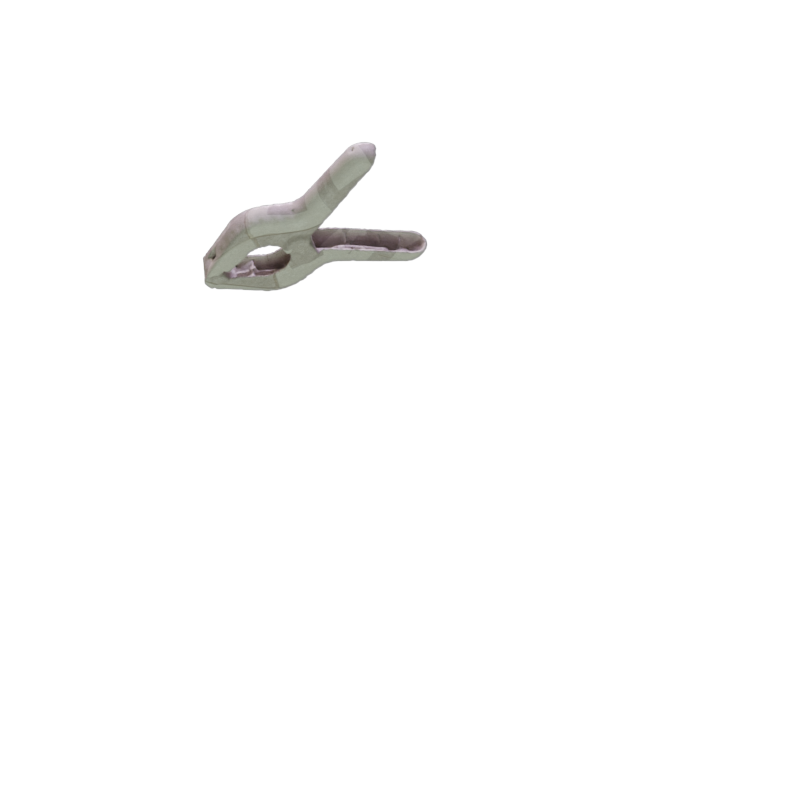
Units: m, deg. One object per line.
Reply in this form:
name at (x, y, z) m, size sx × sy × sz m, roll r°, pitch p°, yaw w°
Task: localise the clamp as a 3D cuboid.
clamp at (-0.066, -0.121, 0.848) m, size 0.172 × 0.042 × 0.111 m, roll -23°, pitch -50°, yaw 21°
